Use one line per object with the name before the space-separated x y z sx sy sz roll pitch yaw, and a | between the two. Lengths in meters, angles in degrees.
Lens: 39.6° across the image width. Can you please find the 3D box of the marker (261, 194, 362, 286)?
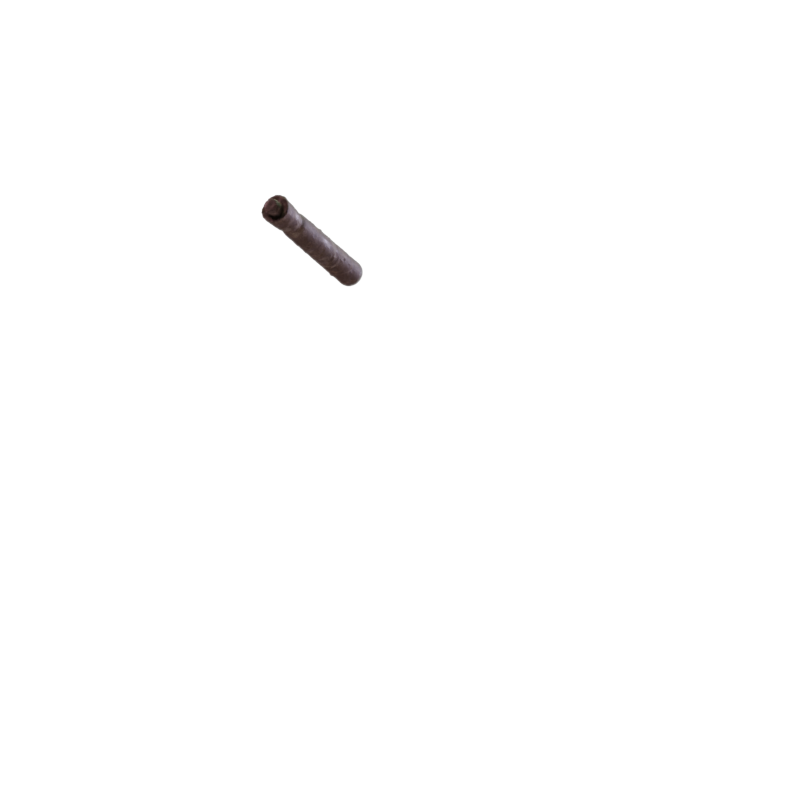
marker | -0.057 -0.104 0.732 0.020 0.020 0.113 2 -15 25
